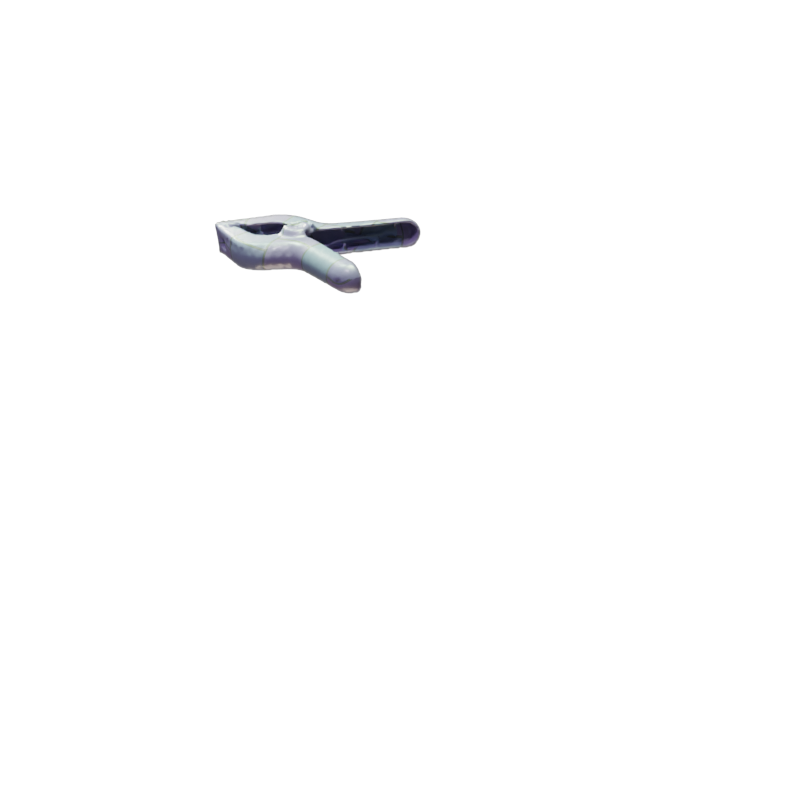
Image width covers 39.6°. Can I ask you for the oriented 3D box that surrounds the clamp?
[{"bbox_3d":[-0.072,-0.131,0.920,0.181,0.037,0.119,17,29,33],"label":"clamp"}]
